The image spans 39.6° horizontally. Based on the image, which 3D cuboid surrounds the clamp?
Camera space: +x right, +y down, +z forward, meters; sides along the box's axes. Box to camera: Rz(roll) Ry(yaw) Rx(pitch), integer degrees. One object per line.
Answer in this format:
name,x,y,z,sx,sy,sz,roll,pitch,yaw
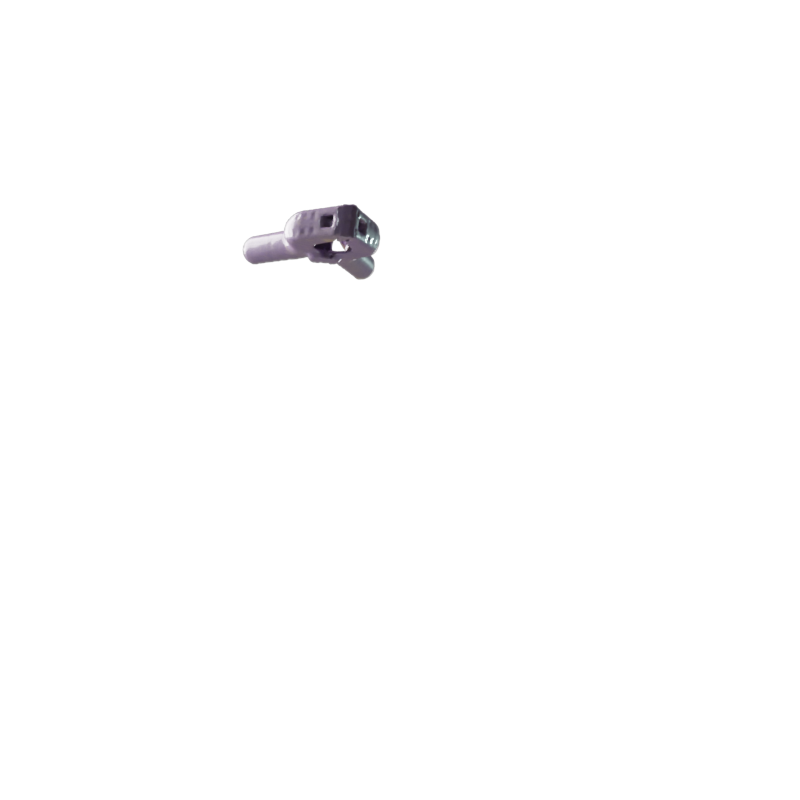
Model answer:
clamp,-0.074,-0.134,0.940,0.119,0.040,0.168,1,-8,-6
